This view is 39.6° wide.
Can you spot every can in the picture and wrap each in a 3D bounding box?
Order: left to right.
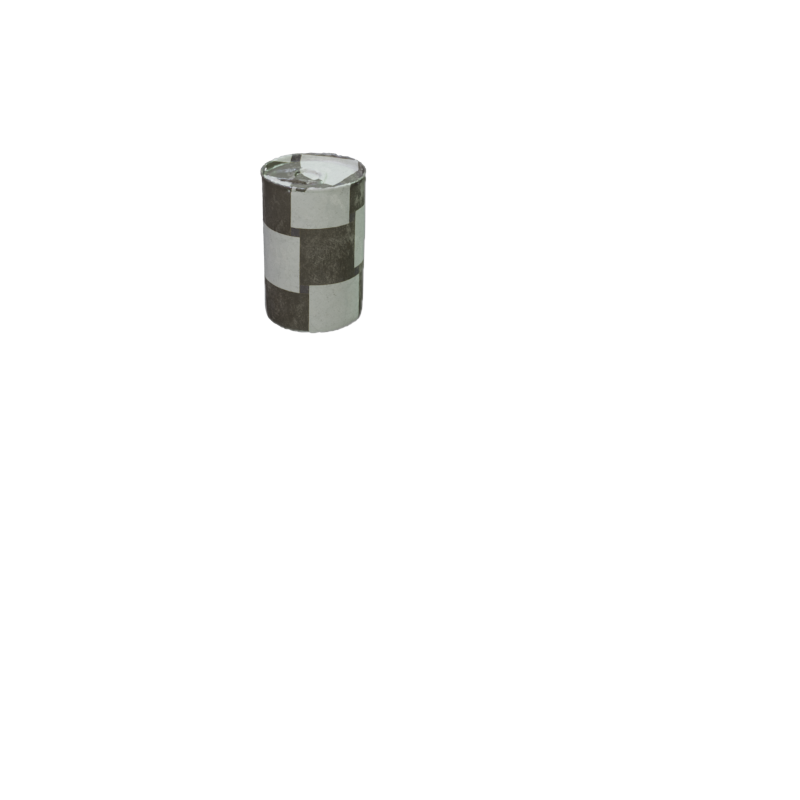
[{"bbox_3d":[-0.057,-0.104,0.729,0.068,0.097,0.072,0,27,-2],"label":"can"}]
